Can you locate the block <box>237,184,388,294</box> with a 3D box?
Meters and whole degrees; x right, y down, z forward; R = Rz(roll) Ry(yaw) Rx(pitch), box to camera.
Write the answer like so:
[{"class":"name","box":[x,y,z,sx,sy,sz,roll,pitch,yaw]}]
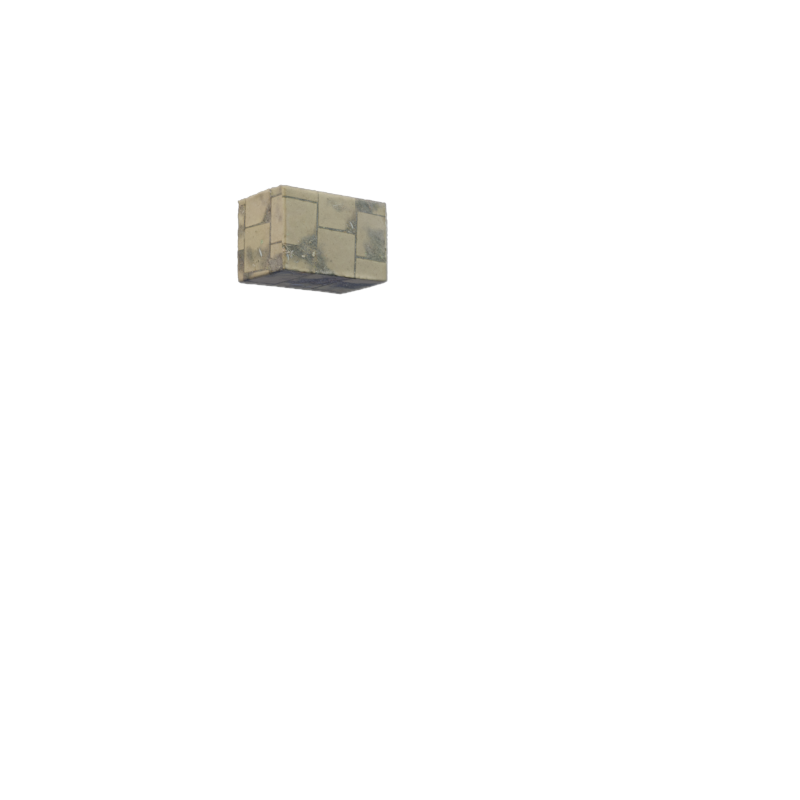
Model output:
[{"class":"block","box":[-0.052,-0.096,0.669,0.074,0.053,0.054,5,-9,-37]}]
